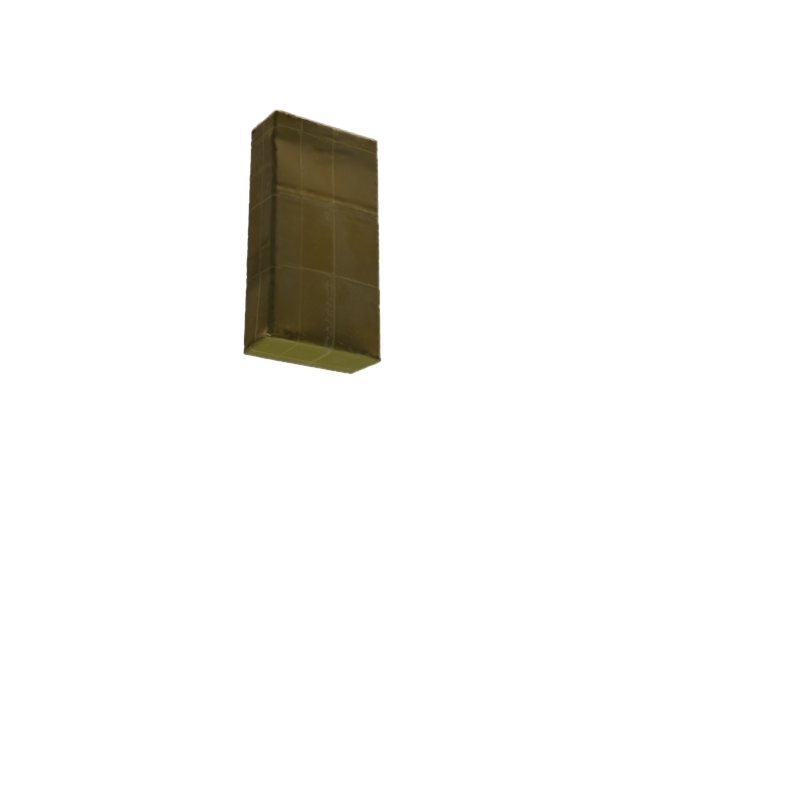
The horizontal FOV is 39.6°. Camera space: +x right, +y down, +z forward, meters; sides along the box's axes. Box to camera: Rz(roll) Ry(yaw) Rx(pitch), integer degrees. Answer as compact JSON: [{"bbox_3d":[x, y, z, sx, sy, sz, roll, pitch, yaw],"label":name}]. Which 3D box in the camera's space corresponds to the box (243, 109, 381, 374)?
[{"bbox_3d":[-0.063,-0.114,0.802,0.089,0.186,0.048,12,-27,-30],"label":"box"}]
